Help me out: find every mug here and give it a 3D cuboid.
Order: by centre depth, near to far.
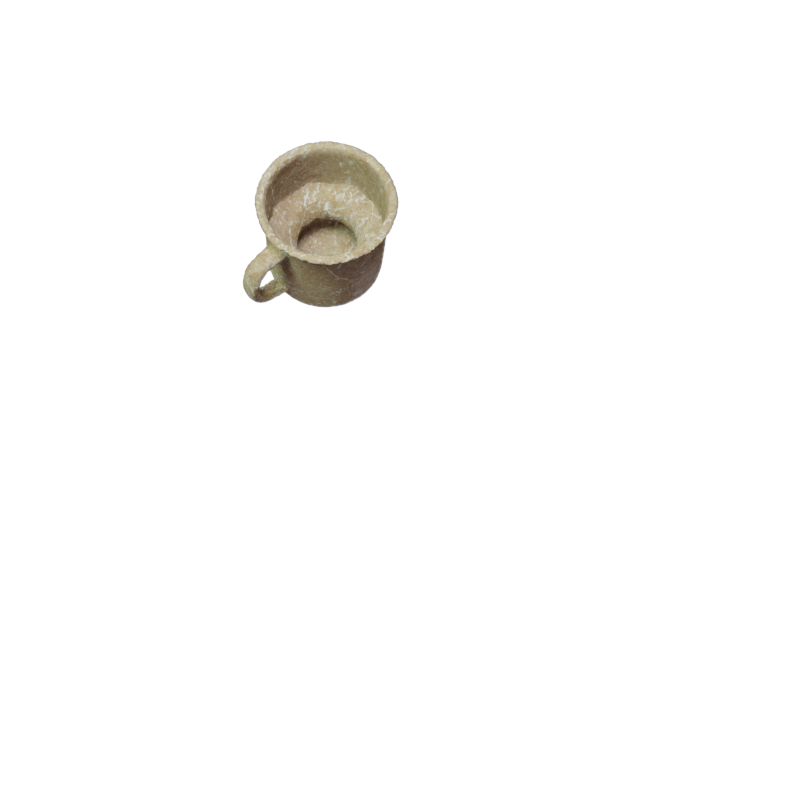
[{"bbox_3d":[-0.059,-0.107,0.750,0.098,0.118,0.077,41,-20,16],"label":"mug"}]
